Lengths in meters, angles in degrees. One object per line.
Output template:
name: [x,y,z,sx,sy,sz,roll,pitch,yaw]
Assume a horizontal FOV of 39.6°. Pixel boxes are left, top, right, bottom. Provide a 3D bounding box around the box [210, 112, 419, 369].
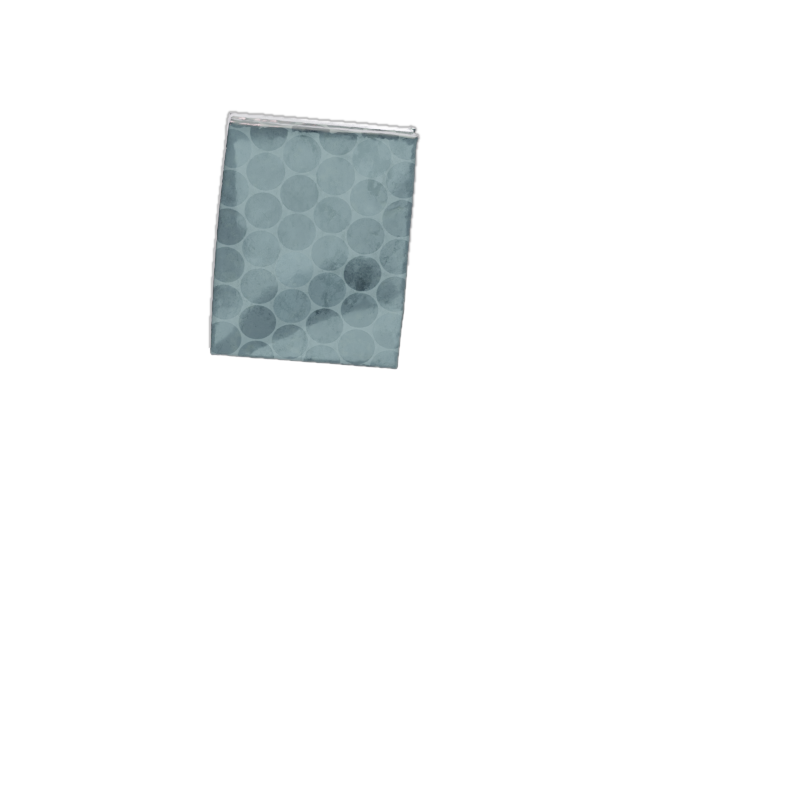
box: [-0.041,-0.074,0.517,0.090,0.110,0.040,5,16,-2]
